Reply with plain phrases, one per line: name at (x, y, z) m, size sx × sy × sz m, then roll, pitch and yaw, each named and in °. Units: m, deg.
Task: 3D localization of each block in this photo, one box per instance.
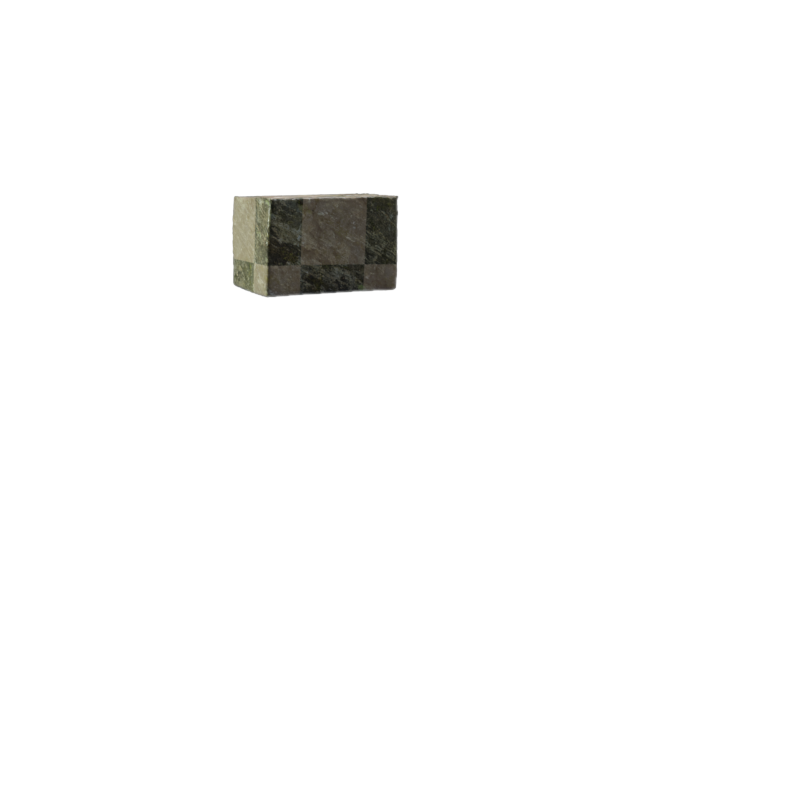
block at (-0.047, -0.086, 0.602) m, size 0.076 × 0.050 × 0.055 m, roll -5°, pitch 11°, yaw -27°
